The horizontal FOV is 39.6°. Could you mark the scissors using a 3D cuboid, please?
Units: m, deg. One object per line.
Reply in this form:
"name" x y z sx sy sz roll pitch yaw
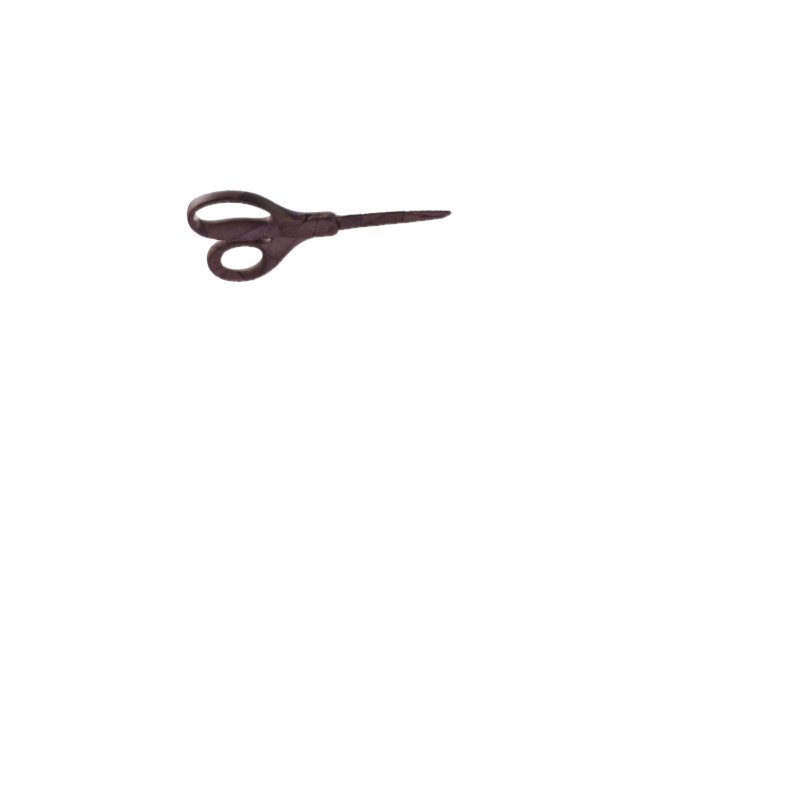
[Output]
"scissors" -0.068 -0.125 0.874 0.199 0.017 0.090 6 -44 -7
